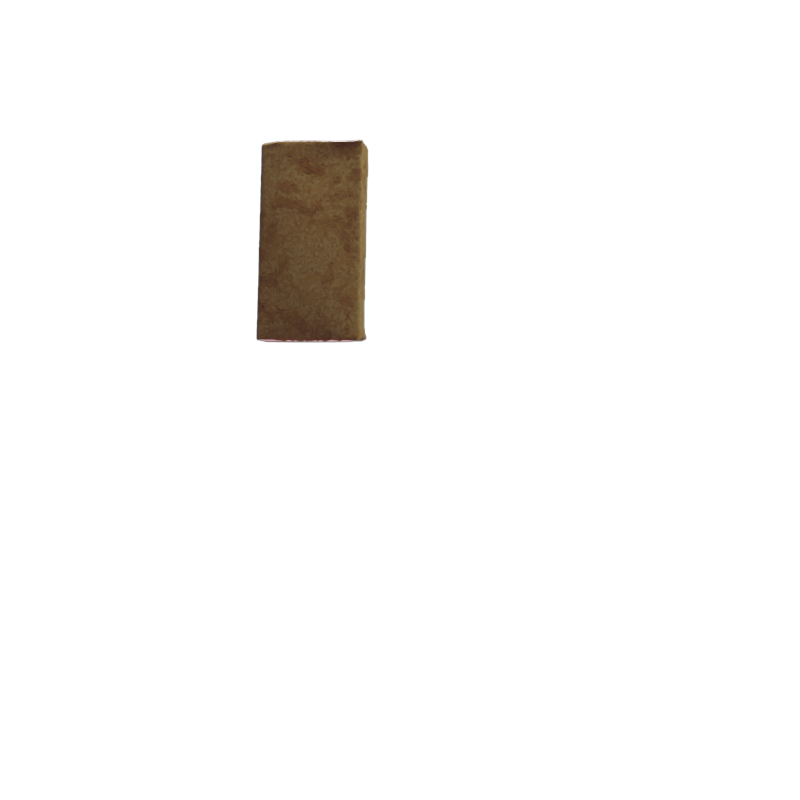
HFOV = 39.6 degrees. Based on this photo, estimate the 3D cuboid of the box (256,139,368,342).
[{"bbox_3d":[-0.076,-0.139,0.974,0.094,0.178,0.047,-1,-4,9],"label":"box"}]
